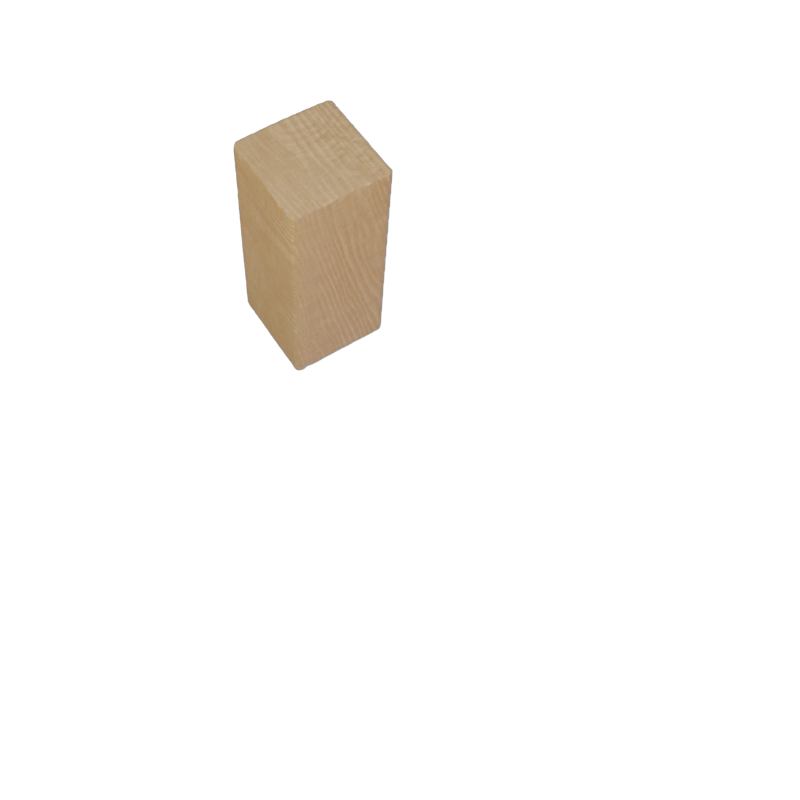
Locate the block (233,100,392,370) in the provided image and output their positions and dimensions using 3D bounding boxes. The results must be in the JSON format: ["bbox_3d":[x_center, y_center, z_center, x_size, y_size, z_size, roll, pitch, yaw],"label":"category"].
[{"bbox_3d":[-0.071,-0.128,0.897,0.090,0.097,0.193,-28,-27,-19],"label":"block"}]
